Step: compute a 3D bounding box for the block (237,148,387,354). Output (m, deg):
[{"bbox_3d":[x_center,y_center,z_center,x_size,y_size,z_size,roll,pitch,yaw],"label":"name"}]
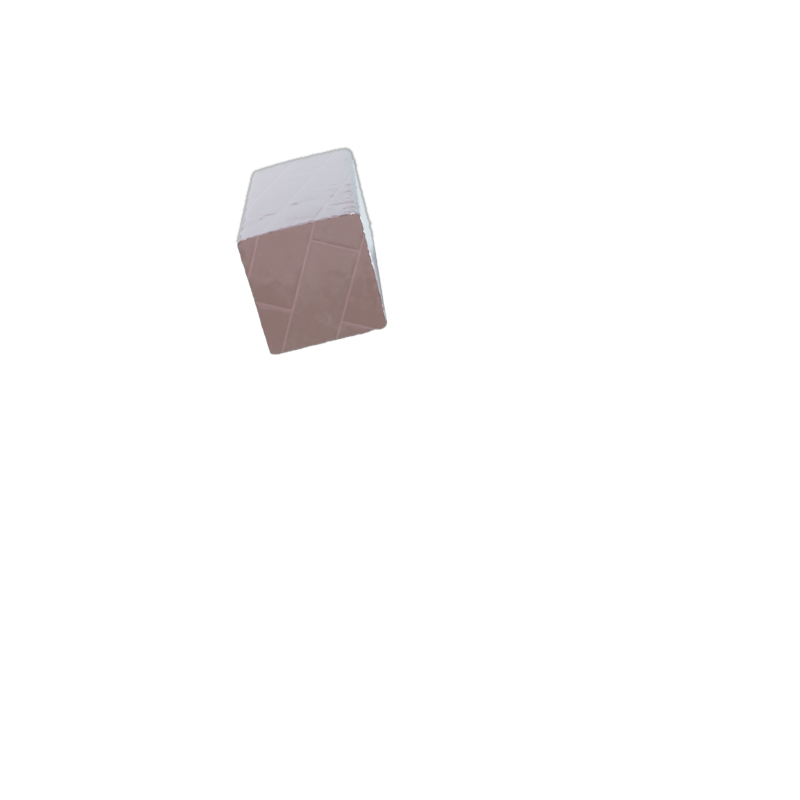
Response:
[{"bbox_3d":[-0.068,-0.125,0.875,0.090,0.086,0.216,-14,23,2],"label":"block"}]
